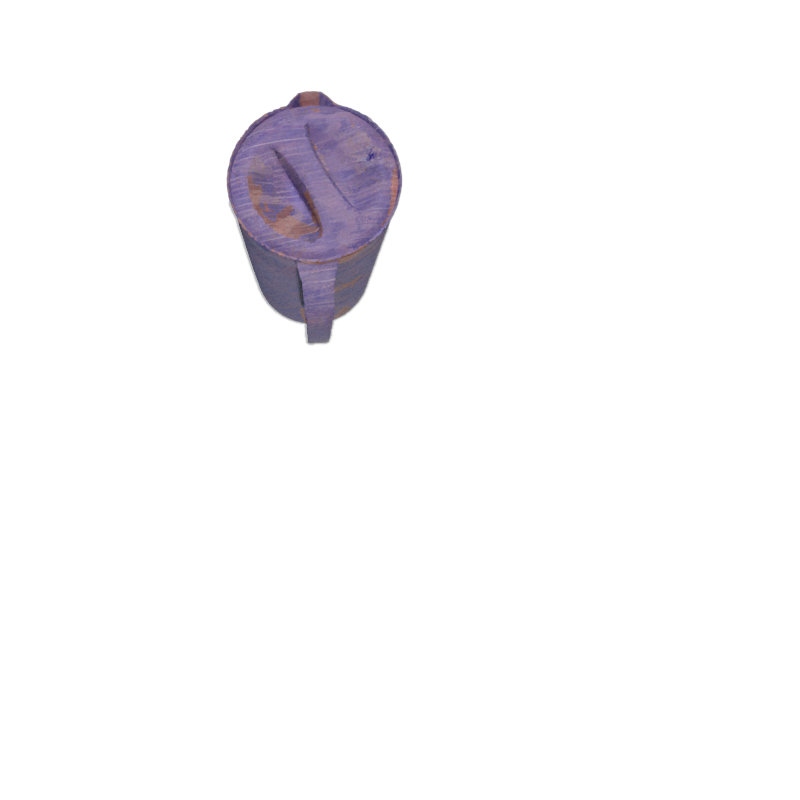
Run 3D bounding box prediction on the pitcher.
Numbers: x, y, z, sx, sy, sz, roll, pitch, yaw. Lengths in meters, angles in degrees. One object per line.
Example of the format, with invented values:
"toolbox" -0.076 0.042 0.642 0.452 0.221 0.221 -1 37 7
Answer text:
"pitcher" -0.074 -0.135 0.944 0.149 0.151 0.234 40 -13 7
